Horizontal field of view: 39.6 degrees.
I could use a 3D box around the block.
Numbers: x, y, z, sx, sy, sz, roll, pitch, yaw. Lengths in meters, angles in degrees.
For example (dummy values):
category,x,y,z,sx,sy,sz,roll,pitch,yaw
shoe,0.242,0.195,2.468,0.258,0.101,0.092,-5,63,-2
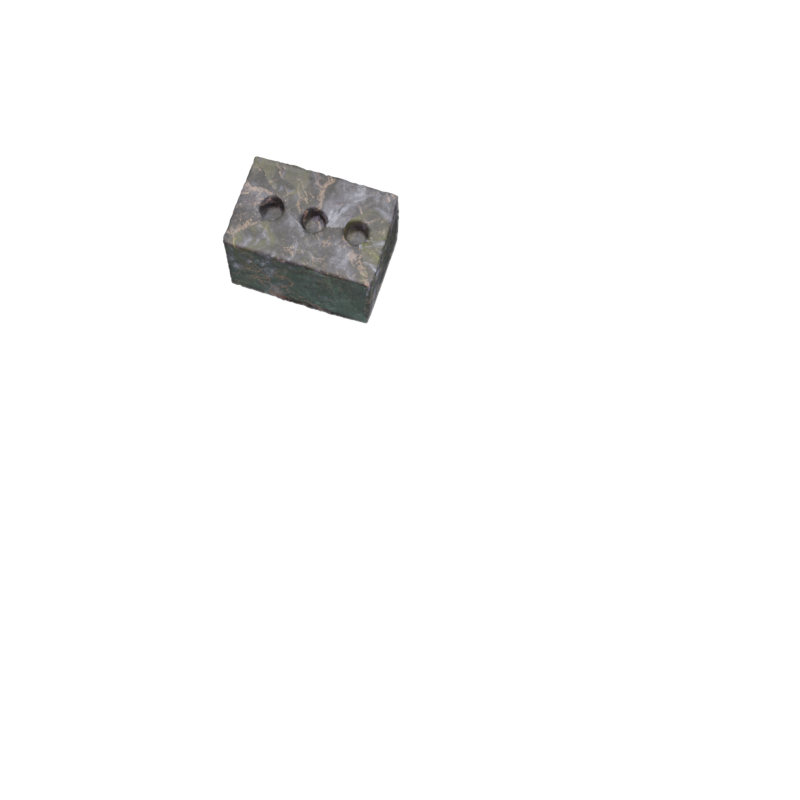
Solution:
category,x,y,z,sx,sy,sz,roll,pitch,yaw
block,-0.044,-0.081,0.564,0.079,0.055,0.049,16,-22,6
